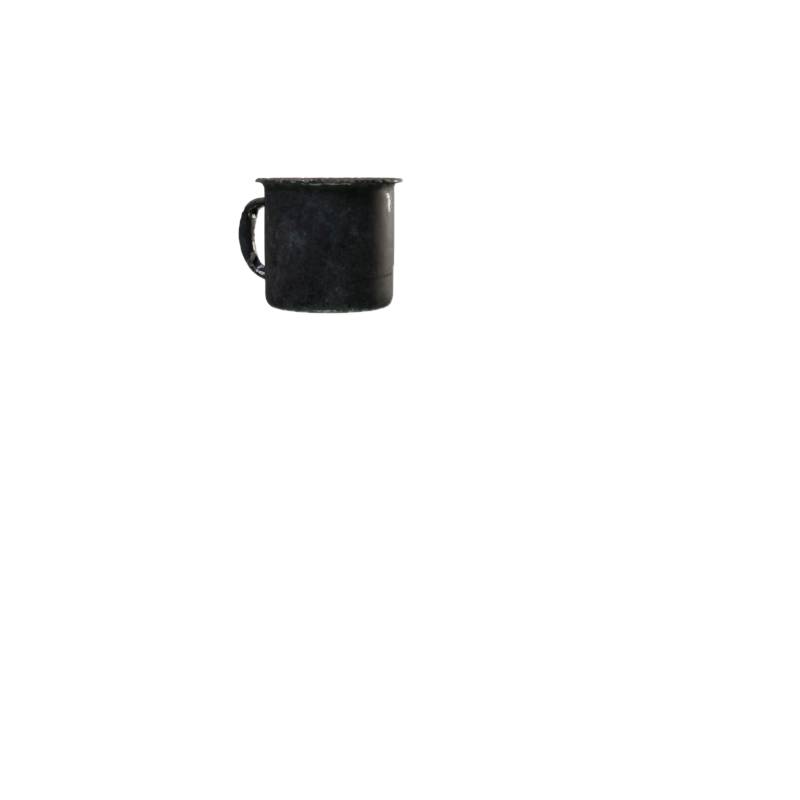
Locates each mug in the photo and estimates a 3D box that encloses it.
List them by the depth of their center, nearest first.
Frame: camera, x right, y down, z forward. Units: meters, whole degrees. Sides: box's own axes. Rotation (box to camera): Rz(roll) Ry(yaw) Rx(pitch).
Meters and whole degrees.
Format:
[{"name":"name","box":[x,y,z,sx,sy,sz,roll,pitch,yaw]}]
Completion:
[{"name":"mug","box":[-0.055,-0.101,0.707,0.122,0.080,0.091,6,10,31]}]
